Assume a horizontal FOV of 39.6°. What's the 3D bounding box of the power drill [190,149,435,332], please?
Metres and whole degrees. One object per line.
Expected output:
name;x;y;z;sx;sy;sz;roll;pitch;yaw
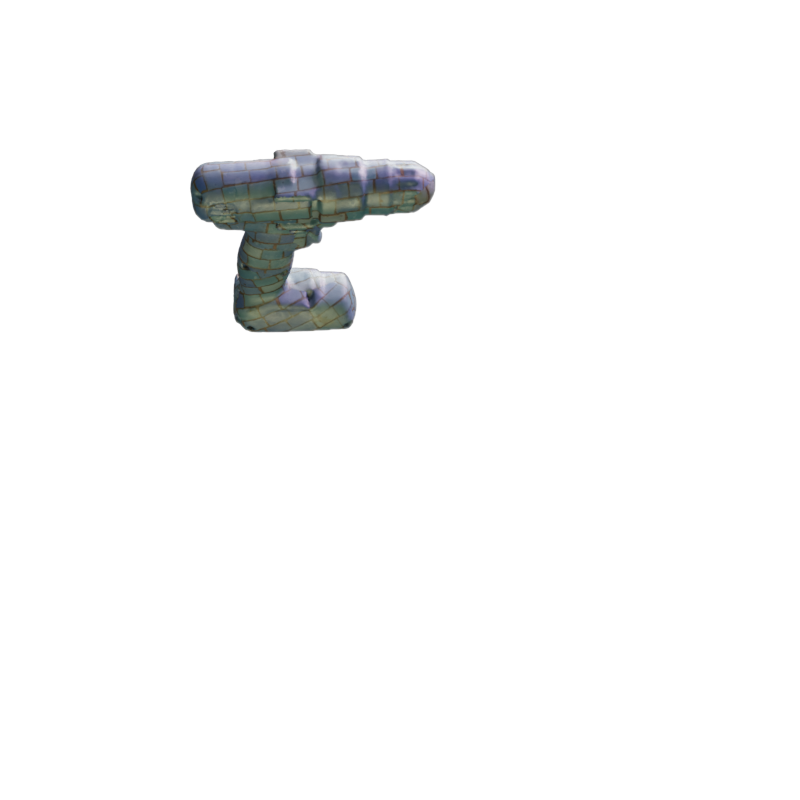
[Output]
power drill;-0.070;-0.127;0.892;0.184;0.061;0.175;1;-33;-2
